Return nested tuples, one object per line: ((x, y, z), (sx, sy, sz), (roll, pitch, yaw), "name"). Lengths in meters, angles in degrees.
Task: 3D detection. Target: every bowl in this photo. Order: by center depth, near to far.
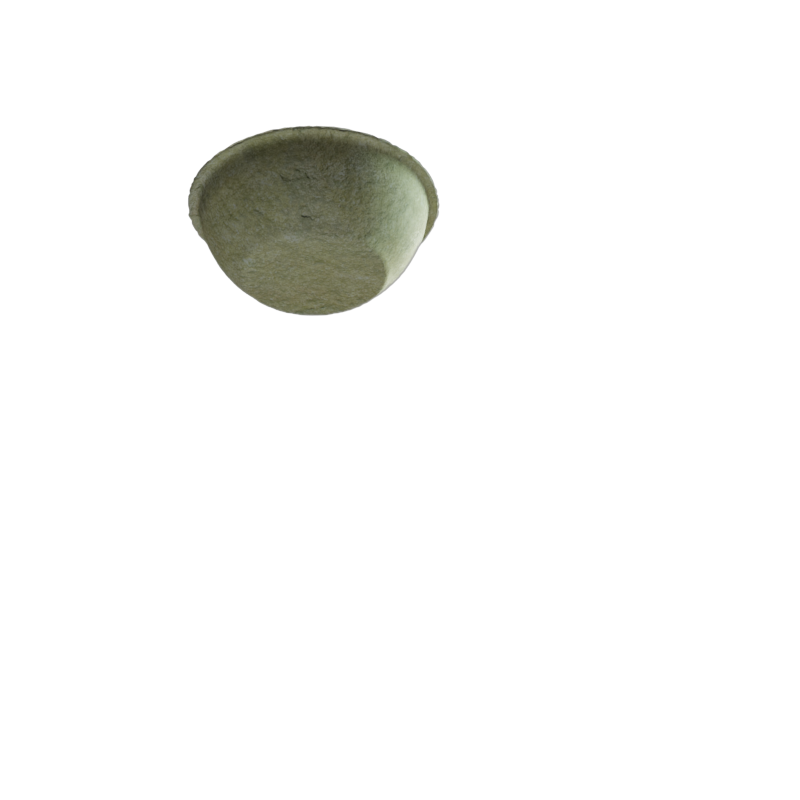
((-0.055, -0.100, 0.701), (0.162, 0.059, 0.152), (1, -31, -2), "bowl")
